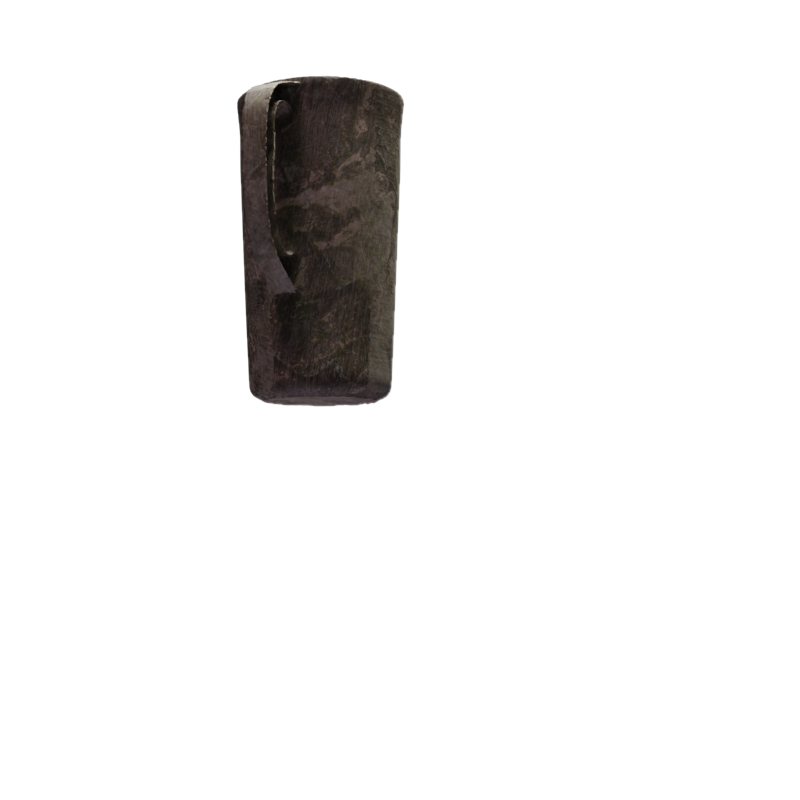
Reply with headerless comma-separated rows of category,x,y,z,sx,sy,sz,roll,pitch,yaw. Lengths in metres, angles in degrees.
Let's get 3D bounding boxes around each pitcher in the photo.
pitcher,-0.067,-0.122,0.853,0.145,0.250,0.145,4,-11,-21
